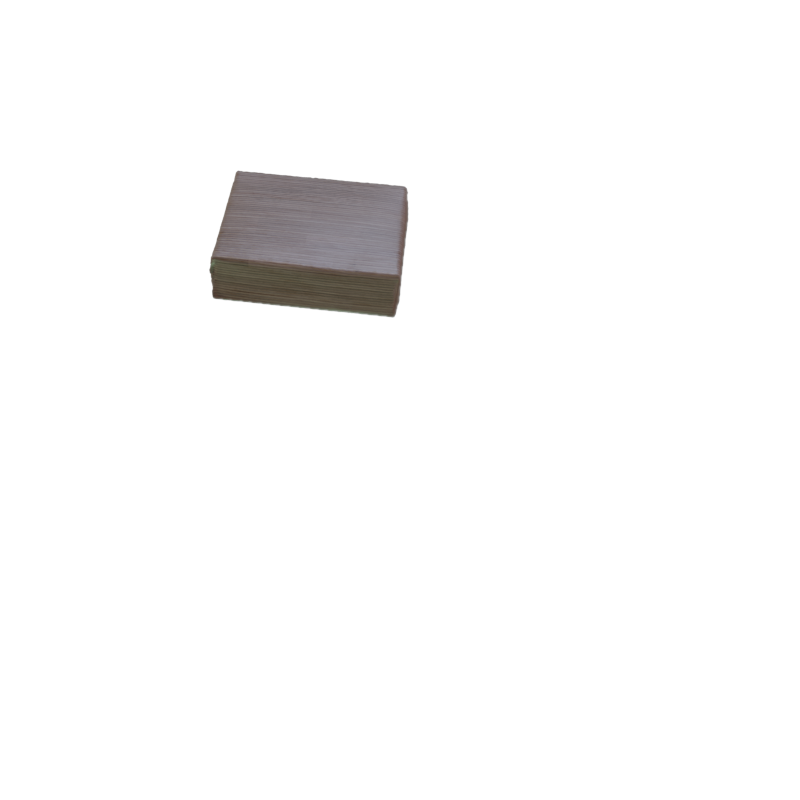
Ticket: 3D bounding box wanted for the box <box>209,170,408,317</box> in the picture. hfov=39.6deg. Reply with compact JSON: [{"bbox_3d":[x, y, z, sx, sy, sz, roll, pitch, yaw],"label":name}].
[{"bbox_3d":[-0.053,-0.097,0.679,0.114,0.036,0.096,4,42,4],"label":"box"}]
